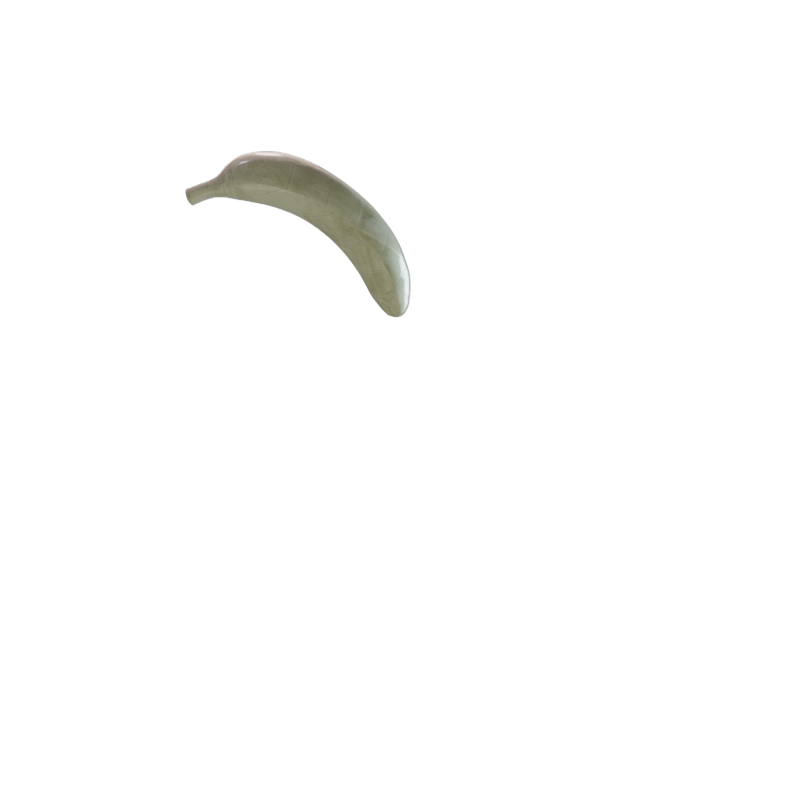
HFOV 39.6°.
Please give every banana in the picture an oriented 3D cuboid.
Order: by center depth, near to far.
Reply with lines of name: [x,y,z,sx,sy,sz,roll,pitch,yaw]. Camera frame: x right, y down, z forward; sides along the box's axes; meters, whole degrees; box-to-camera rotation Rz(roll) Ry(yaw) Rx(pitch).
banana: [-0.052,-0.124,0.782,0.187,0.039,0.068,29,-51,-28]
